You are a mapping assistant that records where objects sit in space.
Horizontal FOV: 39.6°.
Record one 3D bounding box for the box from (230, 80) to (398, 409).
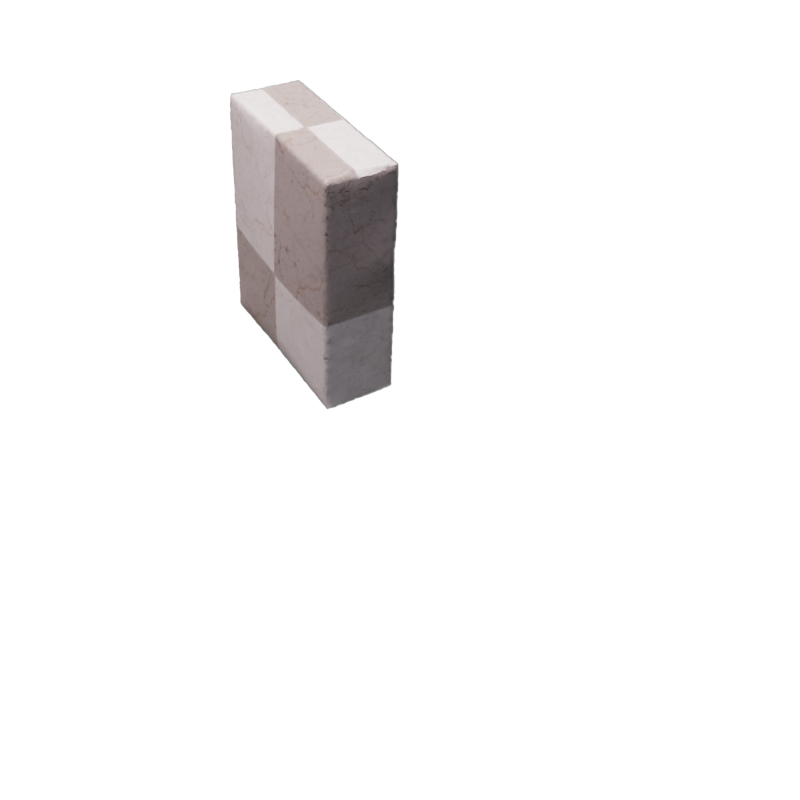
[{"bbox_3d":[-0.070,-0.128,0.897,0.071,0.200,0.177,-17,41,-25],"label":"box"}]
